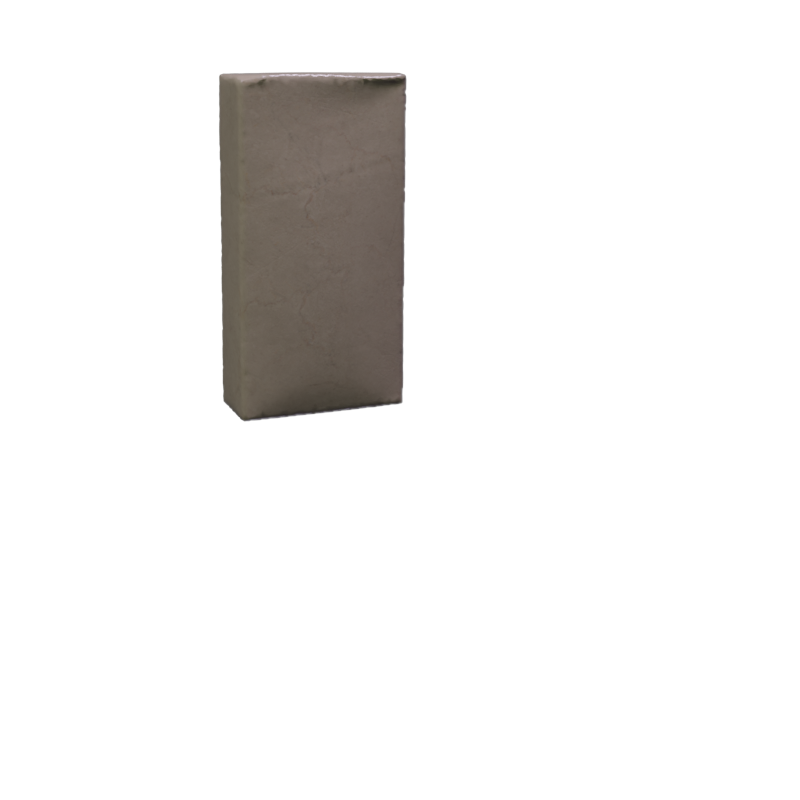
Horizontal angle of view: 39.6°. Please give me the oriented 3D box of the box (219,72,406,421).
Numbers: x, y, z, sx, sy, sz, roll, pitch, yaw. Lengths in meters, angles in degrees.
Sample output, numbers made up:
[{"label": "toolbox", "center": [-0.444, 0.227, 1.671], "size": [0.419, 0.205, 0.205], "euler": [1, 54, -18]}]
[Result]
[{"label": "box", "center": [-0.046, -0.083, 0.582], "size": [0.091, 0.171, 0.050], "euler": [-5, 13, -21]}]
